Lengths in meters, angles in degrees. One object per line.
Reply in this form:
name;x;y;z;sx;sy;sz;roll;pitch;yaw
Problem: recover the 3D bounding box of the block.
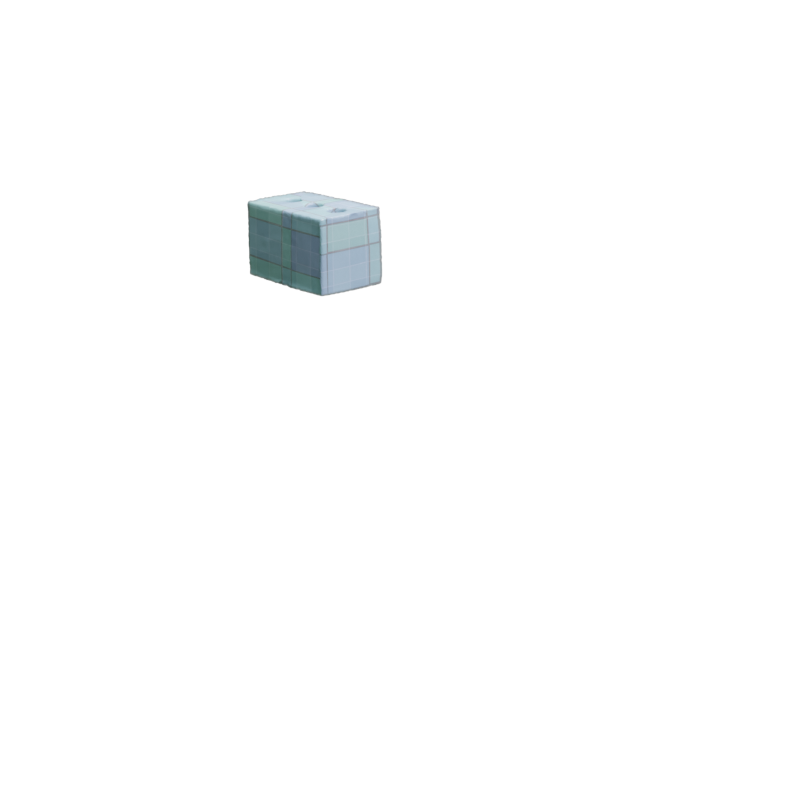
block;-0.057;-0.104;0.727;0.052;0.049;0.083;-15;24;-41
